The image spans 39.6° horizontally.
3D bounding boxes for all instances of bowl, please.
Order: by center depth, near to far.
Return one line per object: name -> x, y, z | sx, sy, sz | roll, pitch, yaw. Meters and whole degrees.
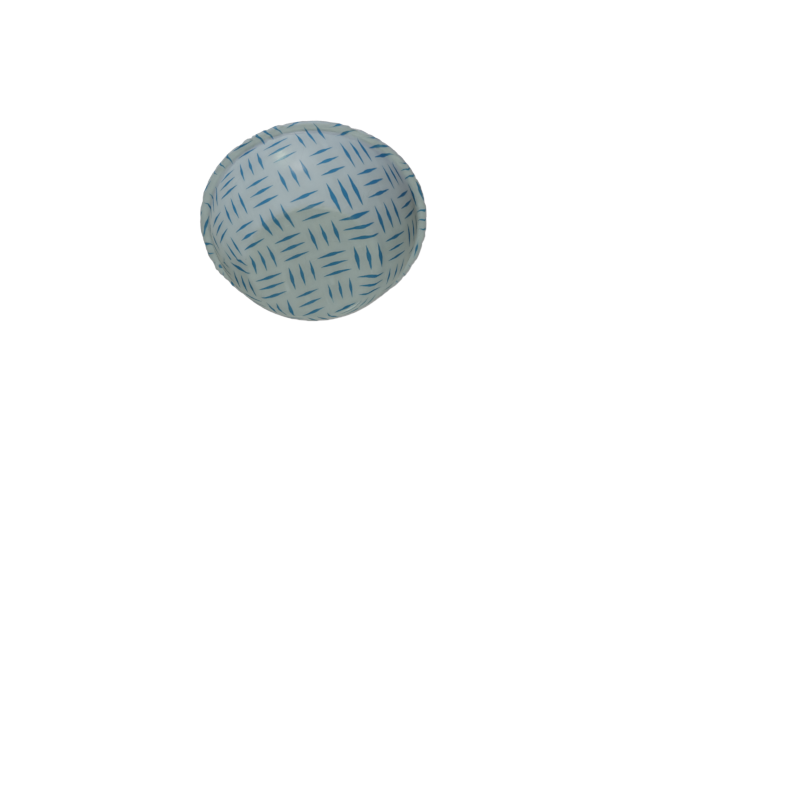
bowl -> -0.060, -0.110, 0.768 | 0.162, 0.152, 0.059 | 1, 35, -1
